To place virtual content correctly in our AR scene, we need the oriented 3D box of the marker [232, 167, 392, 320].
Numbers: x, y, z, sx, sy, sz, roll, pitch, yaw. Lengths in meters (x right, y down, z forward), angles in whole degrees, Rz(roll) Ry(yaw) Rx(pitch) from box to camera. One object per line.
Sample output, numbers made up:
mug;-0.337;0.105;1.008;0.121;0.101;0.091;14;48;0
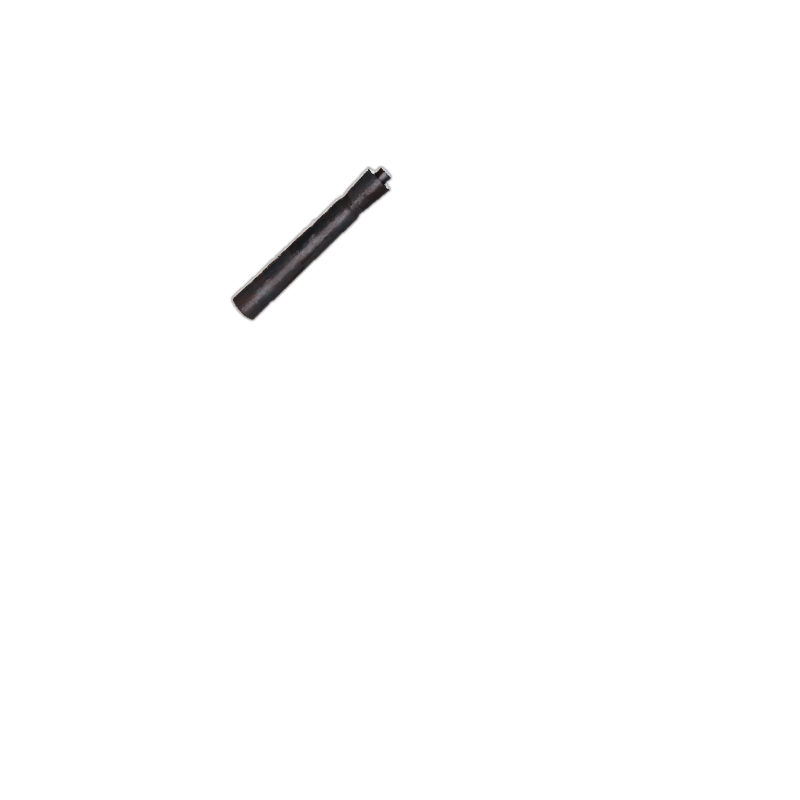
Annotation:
marker;-0.052;-0.094;0.661;0.120;0.020;0.020;-42;-5;10
